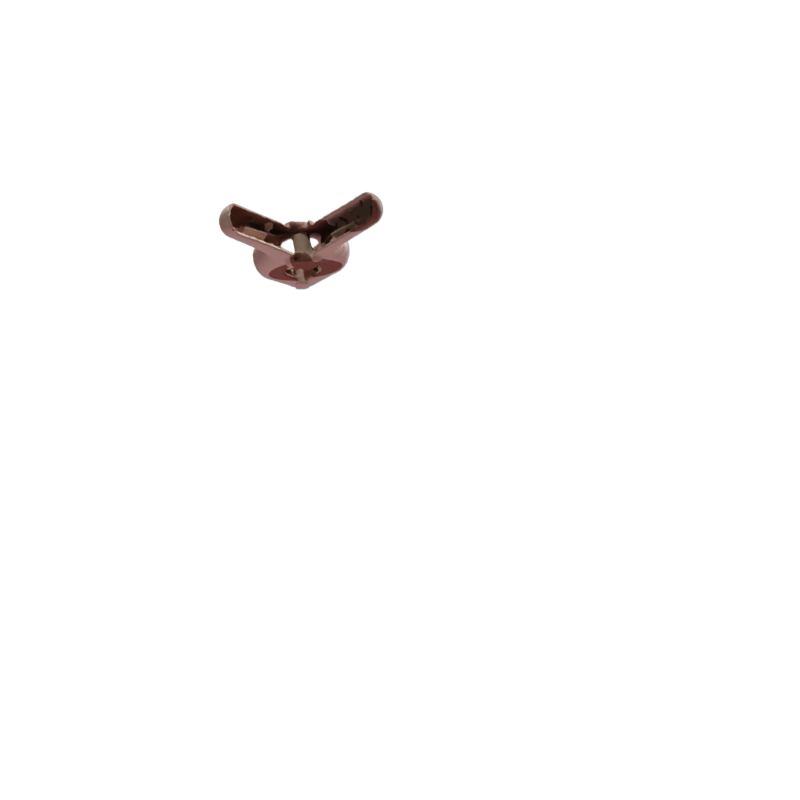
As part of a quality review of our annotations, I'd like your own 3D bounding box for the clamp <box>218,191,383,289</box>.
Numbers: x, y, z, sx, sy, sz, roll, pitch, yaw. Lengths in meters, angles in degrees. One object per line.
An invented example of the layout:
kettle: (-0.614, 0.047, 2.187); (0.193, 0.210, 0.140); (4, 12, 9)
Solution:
clamp: (-0.069, -0.126, 0.880); (0.121, 0.040, 0.165); (-1, -8, 5)
